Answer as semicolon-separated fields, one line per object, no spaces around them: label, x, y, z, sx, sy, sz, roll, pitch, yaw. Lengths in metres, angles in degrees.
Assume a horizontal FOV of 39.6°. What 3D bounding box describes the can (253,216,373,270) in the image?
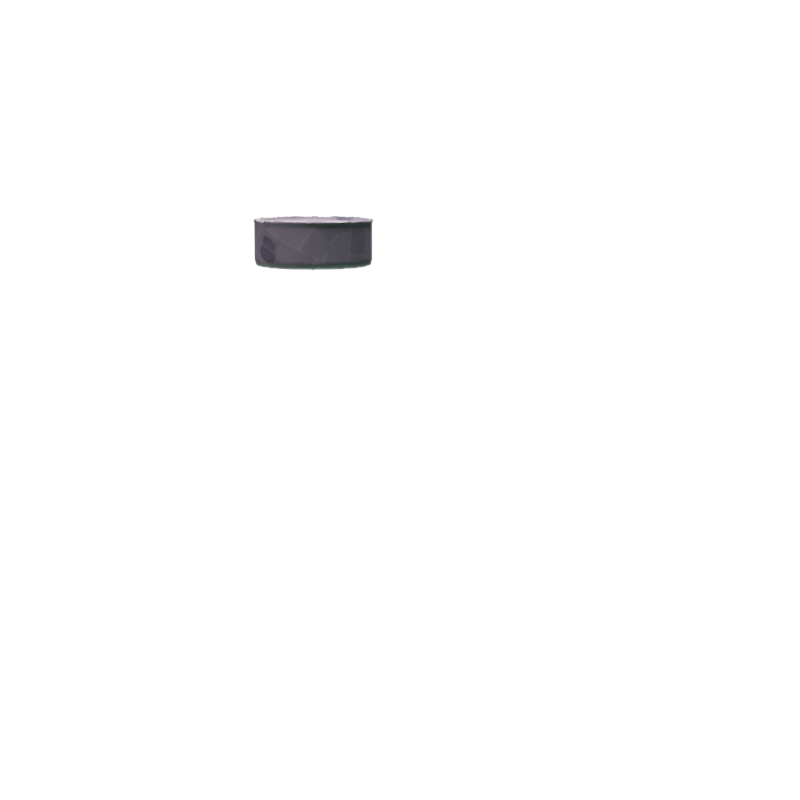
can;-0.062;-0.114;0.797;0.086;0.033;0.088;0;11;-2
